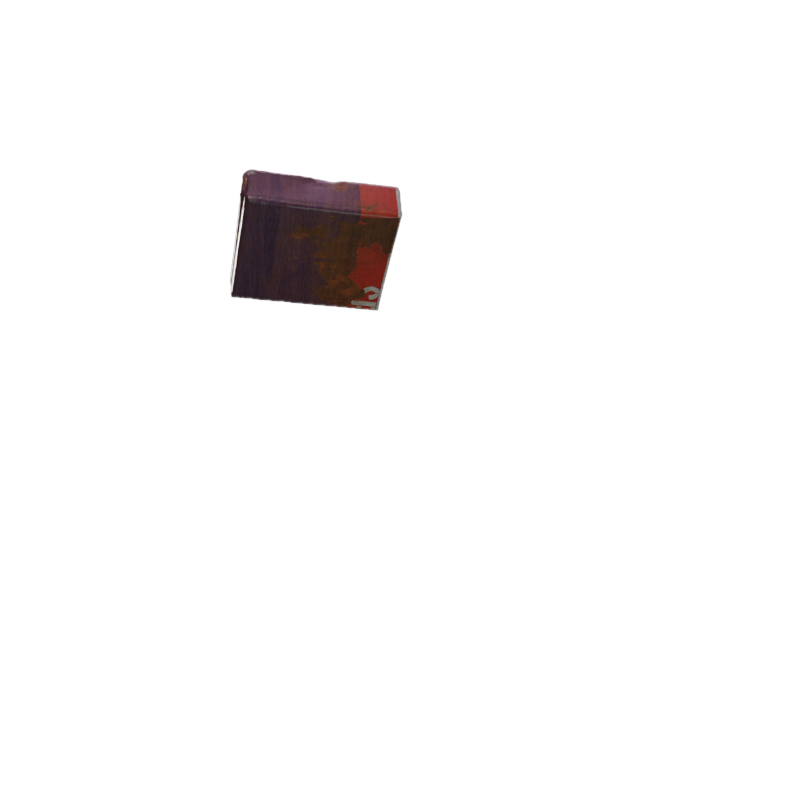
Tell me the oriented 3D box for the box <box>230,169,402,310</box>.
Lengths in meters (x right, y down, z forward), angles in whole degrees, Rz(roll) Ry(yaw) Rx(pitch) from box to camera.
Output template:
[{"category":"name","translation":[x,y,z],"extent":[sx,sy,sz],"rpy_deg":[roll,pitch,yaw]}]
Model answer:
[{"category":"box","translation":[-0.049,-0.090,0.629],"extent":[0.088,0.069,0.032],"rpy_deg":[6,43,-6]}]
